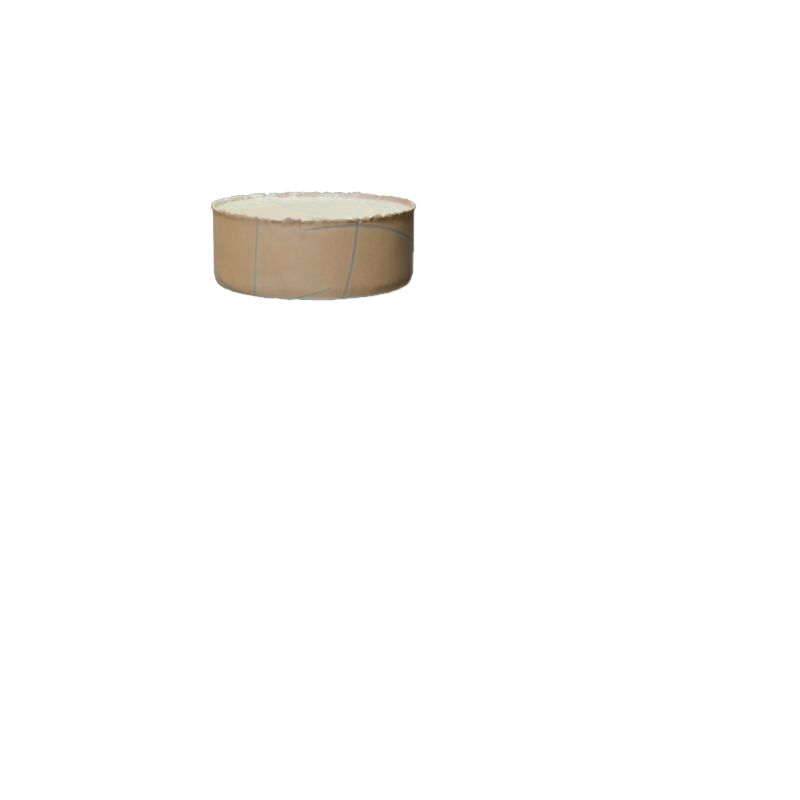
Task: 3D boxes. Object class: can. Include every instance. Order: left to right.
[{"bbox_3d":[-0.037,-0.067,0.468,0.086,0.033,0.089,0,16,-2],"label":"can"}]
